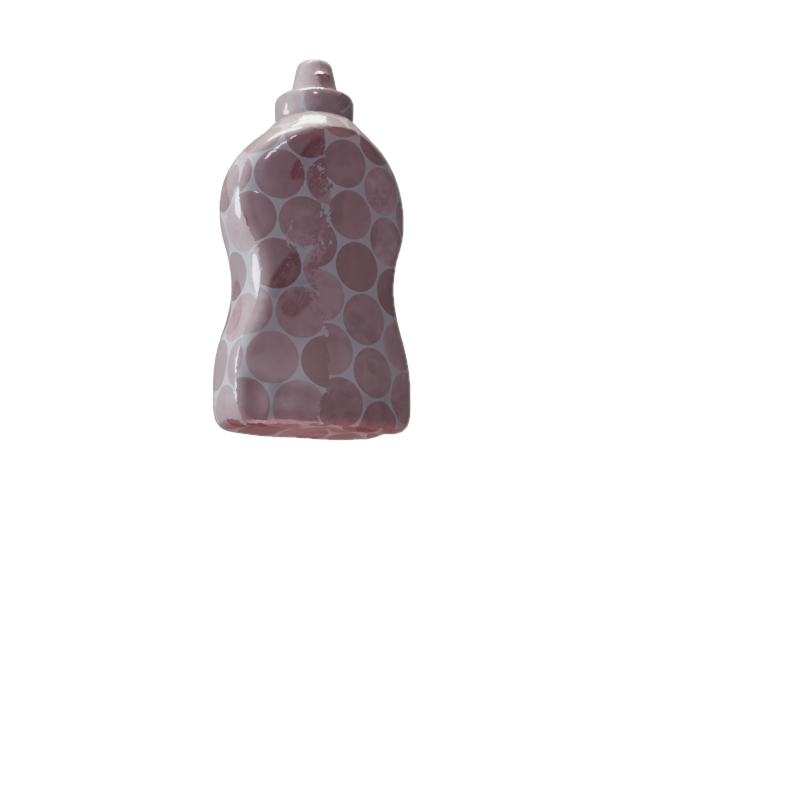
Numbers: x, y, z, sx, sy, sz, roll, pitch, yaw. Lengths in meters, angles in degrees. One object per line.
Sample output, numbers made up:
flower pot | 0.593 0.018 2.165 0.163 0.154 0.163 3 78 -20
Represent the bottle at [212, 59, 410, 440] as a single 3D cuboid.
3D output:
bottle | -0.043 -0.080 0.556 0.092 0.199 0.058 6 -17 -27
